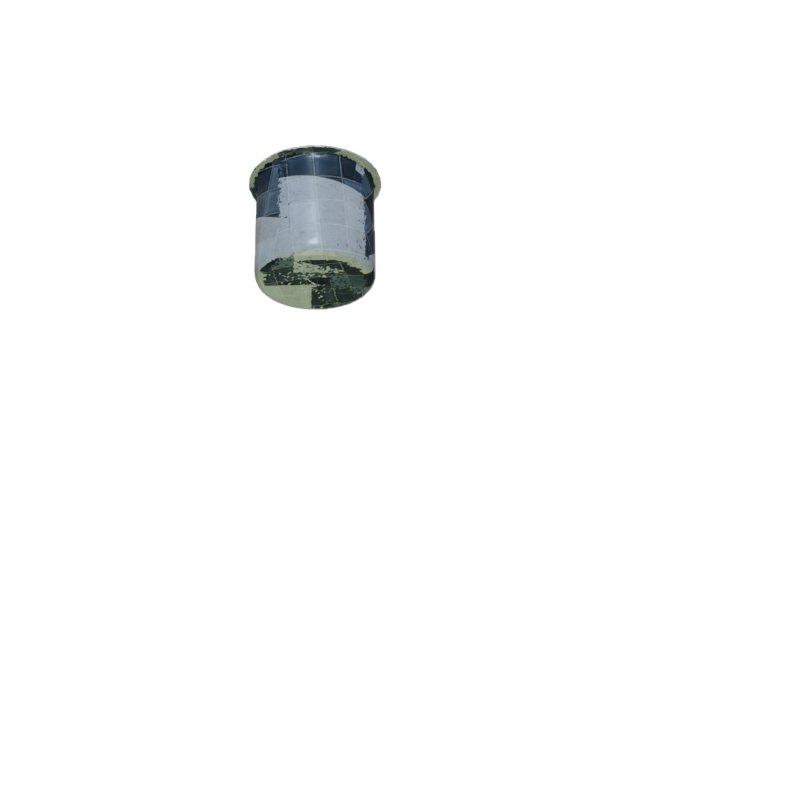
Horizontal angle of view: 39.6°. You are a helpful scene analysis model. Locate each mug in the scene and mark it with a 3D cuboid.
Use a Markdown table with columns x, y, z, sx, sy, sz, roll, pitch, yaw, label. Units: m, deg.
| x | y | z | sx | sy | sz | roll | pitch | yaw | label |
| --- | --- | --- | --- | --- | --- | --- | --- | --- | --- |
| -0.060 | -0.110 | 0.769 | 0.092 | 0.087 | 0.111 | 3 | -28 | -8 | mug |
